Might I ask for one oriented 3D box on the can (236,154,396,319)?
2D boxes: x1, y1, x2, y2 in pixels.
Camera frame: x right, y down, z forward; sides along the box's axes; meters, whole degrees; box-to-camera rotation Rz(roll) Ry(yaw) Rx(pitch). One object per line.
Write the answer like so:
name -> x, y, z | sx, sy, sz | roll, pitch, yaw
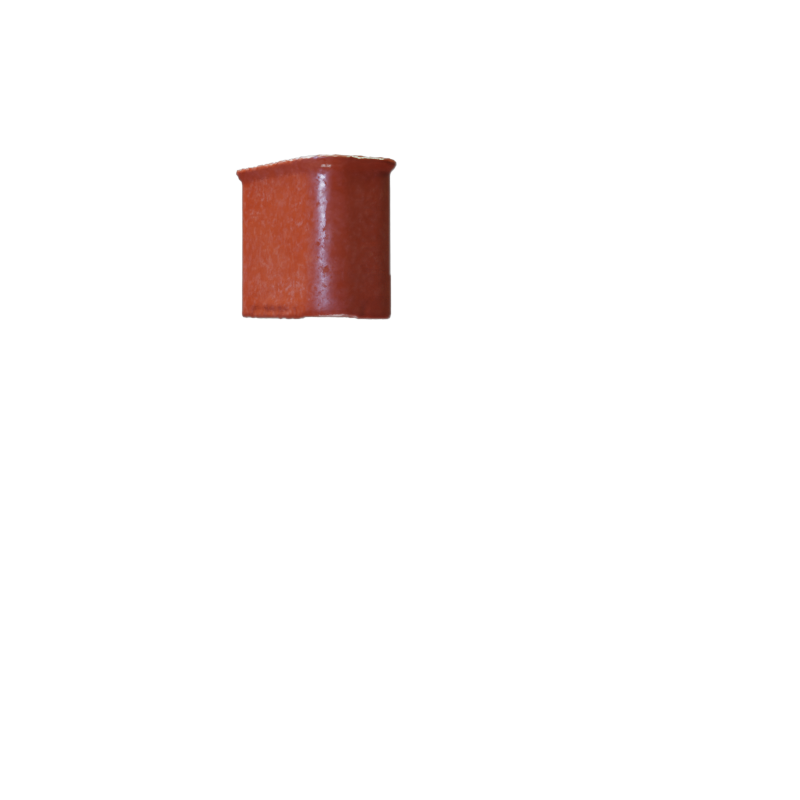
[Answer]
can -> -0.047, -0.086, 0.605 | 0.055, 0.084, 0.106 | 0, 1, -35
